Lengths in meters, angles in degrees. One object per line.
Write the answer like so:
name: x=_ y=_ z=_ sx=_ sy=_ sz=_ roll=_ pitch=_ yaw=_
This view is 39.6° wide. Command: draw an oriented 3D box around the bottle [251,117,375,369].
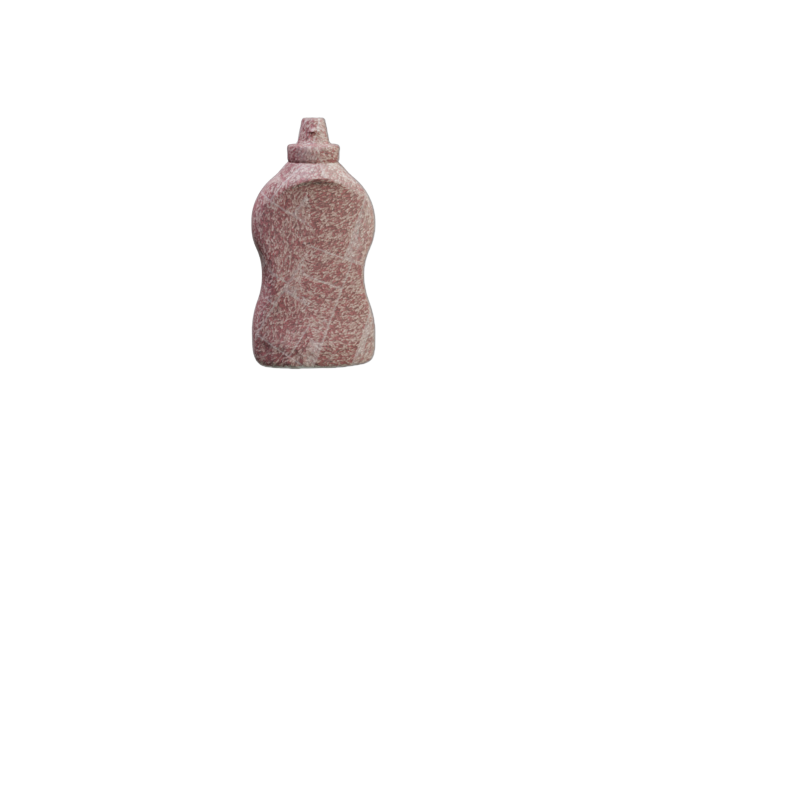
bottle: x=-0.067 y=-0.123 z=0.861 sx=0.095 sy=0.188 sz=0.060 roll=-1 pitch=8 yaw=-7
